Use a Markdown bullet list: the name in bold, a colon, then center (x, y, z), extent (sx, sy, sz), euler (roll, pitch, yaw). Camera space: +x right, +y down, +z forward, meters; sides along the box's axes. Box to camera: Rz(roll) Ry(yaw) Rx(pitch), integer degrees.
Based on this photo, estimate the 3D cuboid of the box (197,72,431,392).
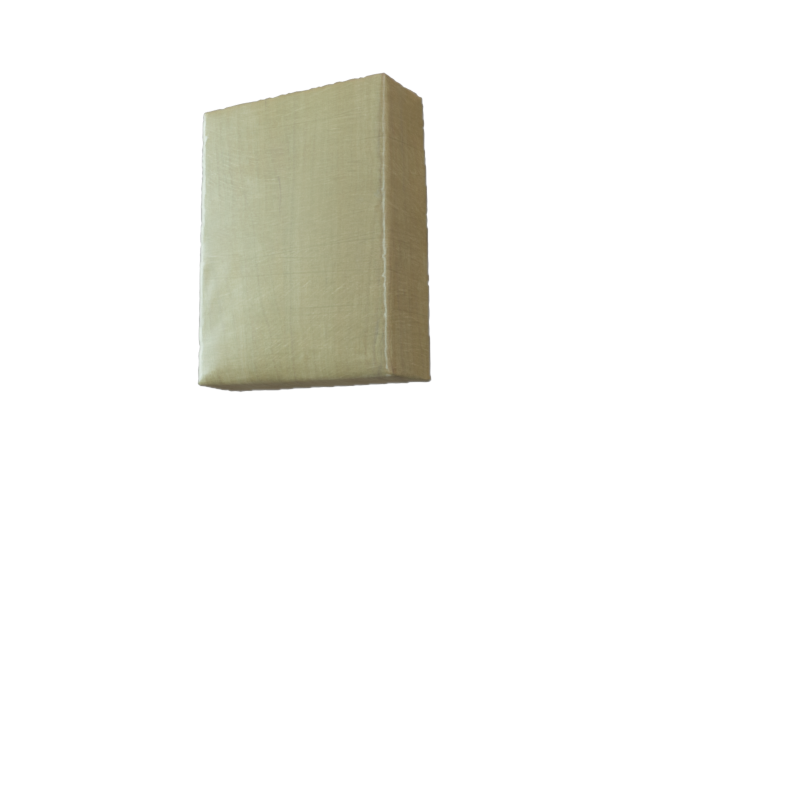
- **box**: center (-0.064, -0.117, 0.820), extent (0.168, 0.220, 0.068), euler (-6, -12, 30)
